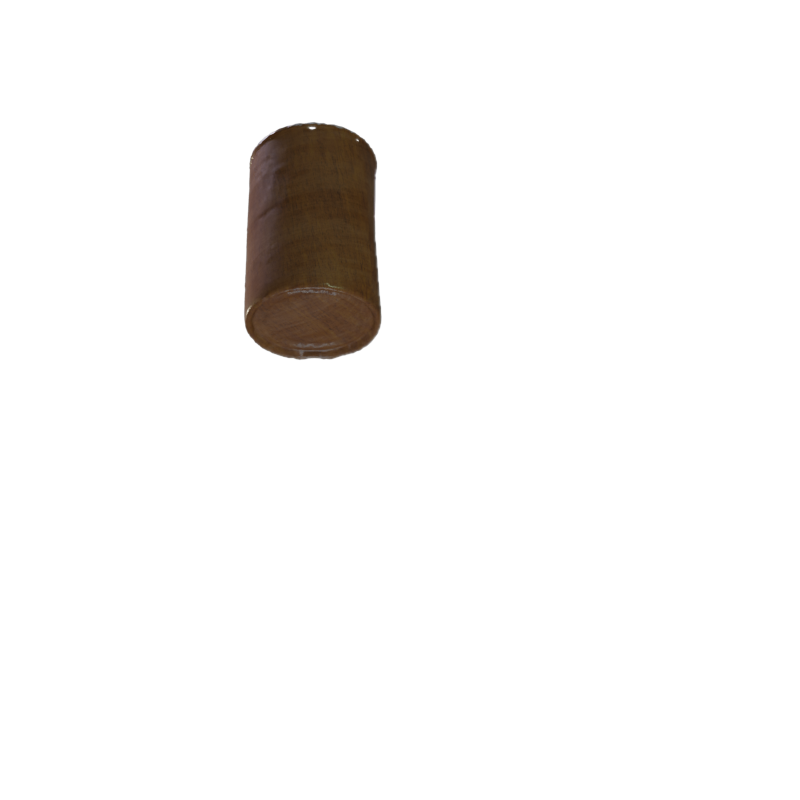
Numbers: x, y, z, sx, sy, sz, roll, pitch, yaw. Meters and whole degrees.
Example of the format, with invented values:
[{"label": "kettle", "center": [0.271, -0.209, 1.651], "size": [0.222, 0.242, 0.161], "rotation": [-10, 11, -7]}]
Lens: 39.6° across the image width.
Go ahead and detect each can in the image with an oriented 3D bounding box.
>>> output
[{"label": "can", "center": [-0.044, -0.080, 0.559], "size": [0.068, 0.109, 0.064], "rotation": [-1, -34, -2]}]
